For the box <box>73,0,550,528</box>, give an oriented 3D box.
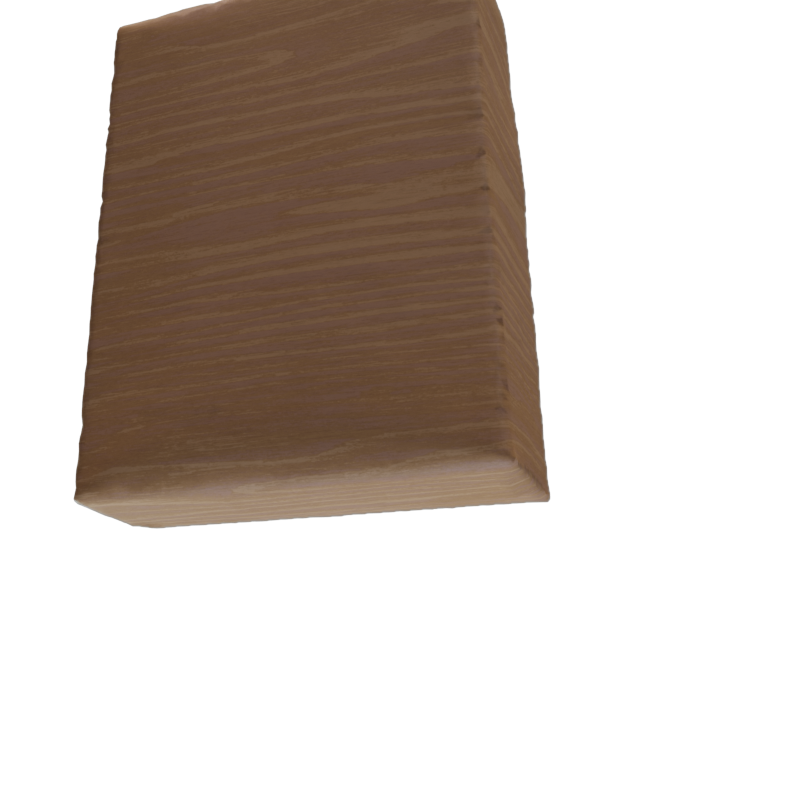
[{"bbox_3d":[-0.035,-0.063,0.444,0.167,0.226,0.067,-9,-25,18],"label":"box"}]
